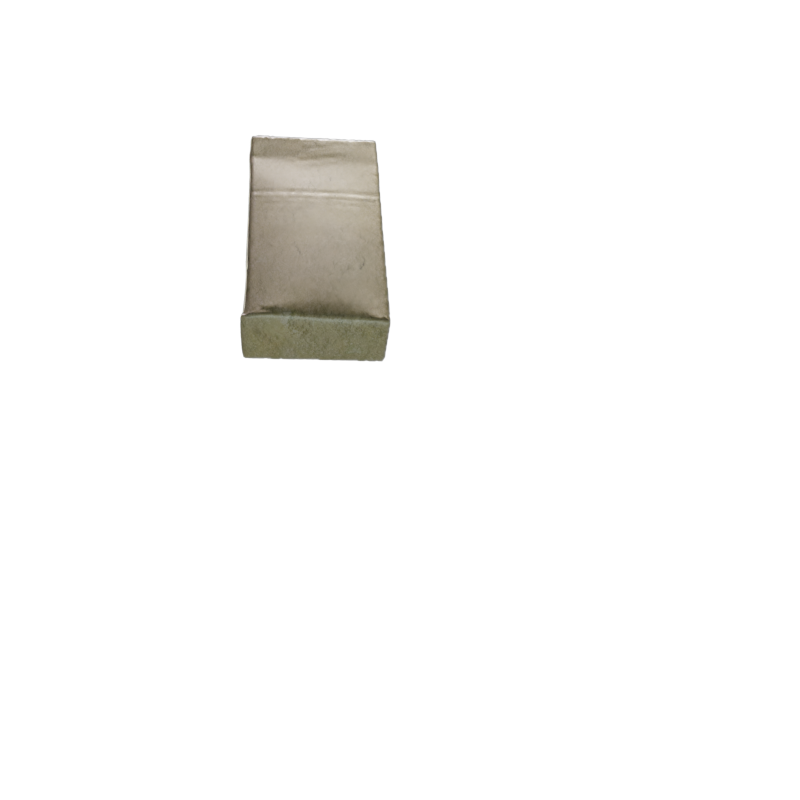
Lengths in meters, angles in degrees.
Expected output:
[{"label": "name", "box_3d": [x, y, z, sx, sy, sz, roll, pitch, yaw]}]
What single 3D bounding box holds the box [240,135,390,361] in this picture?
[{"label": "box", "box_3d": [-0.059, -0.107, 0.750, 0.093, 0.189, 0.045, 1, -44, -5]}]
